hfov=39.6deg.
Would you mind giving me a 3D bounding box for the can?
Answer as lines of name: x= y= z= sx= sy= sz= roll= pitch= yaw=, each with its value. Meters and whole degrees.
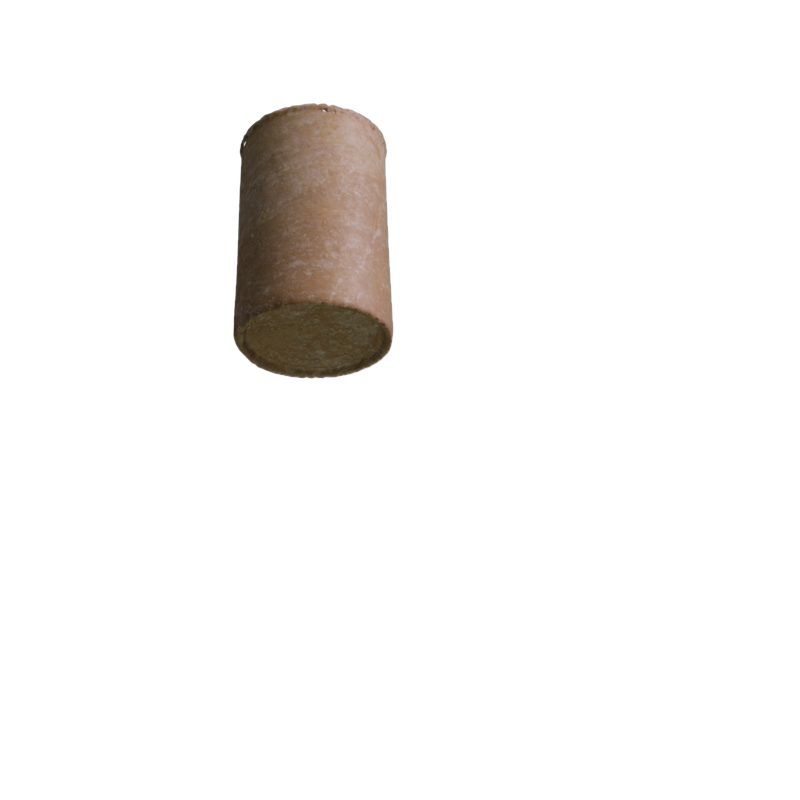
can: x=-0.038 y=-0.069 z=0.486 sx=0.068 sy=0.109 sz=0.064 roll=-1 pitch=-31 yaw=-2
